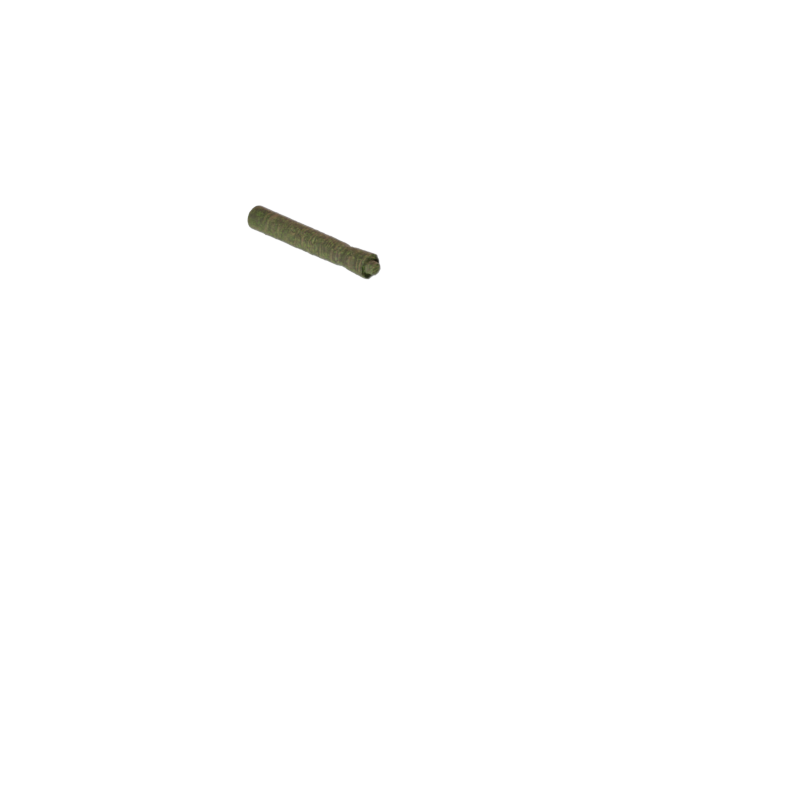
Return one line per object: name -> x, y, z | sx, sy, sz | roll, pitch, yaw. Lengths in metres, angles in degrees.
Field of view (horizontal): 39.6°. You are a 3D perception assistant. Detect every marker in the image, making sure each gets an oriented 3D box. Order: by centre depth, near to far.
marker -> -0.062, -0.113, 0.794 | 0.129, 0.019, 0.019 | 28, 20, 36
